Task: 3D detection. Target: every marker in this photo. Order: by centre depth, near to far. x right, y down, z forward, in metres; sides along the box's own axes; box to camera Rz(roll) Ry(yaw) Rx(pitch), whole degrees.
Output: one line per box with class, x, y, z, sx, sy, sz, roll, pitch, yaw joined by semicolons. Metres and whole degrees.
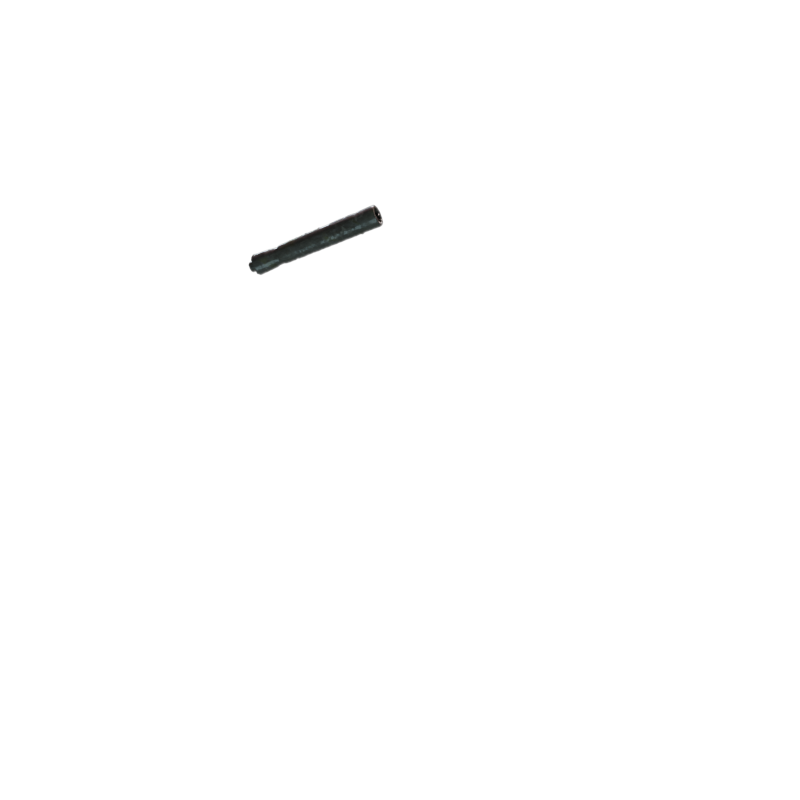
marker;-0.072;-0.131;0.920;0.122;0.020;0.019;-19;-3;19
